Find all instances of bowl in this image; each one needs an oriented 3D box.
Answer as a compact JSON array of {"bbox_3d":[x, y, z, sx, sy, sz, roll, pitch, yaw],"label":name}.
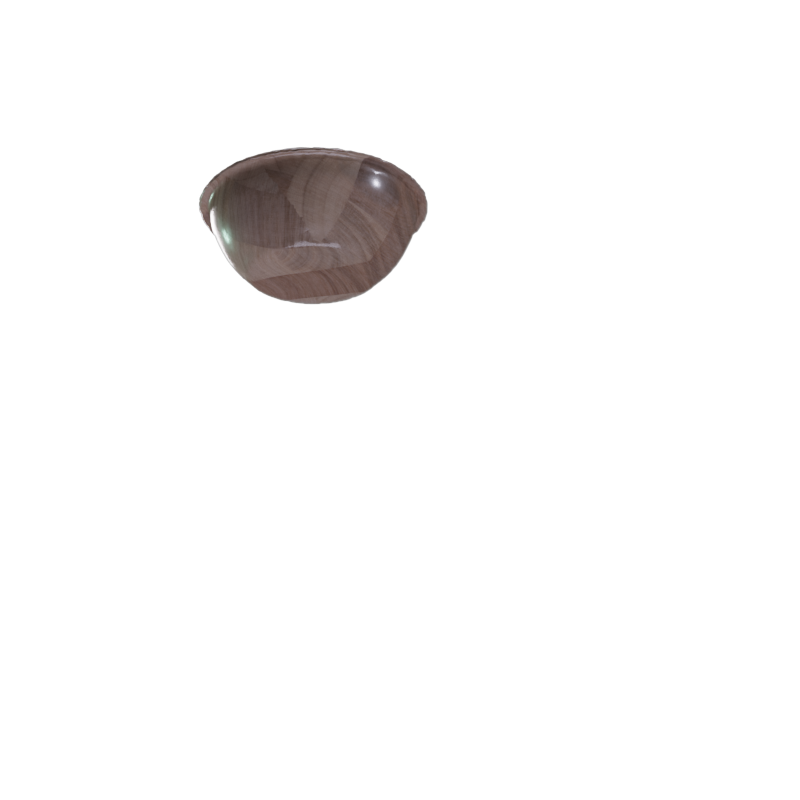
[{"bbox_3d":[-0.061,-0.111,0.774,0.162,0.058,0.154,1,-22,-2],"label":"bowl"}]
